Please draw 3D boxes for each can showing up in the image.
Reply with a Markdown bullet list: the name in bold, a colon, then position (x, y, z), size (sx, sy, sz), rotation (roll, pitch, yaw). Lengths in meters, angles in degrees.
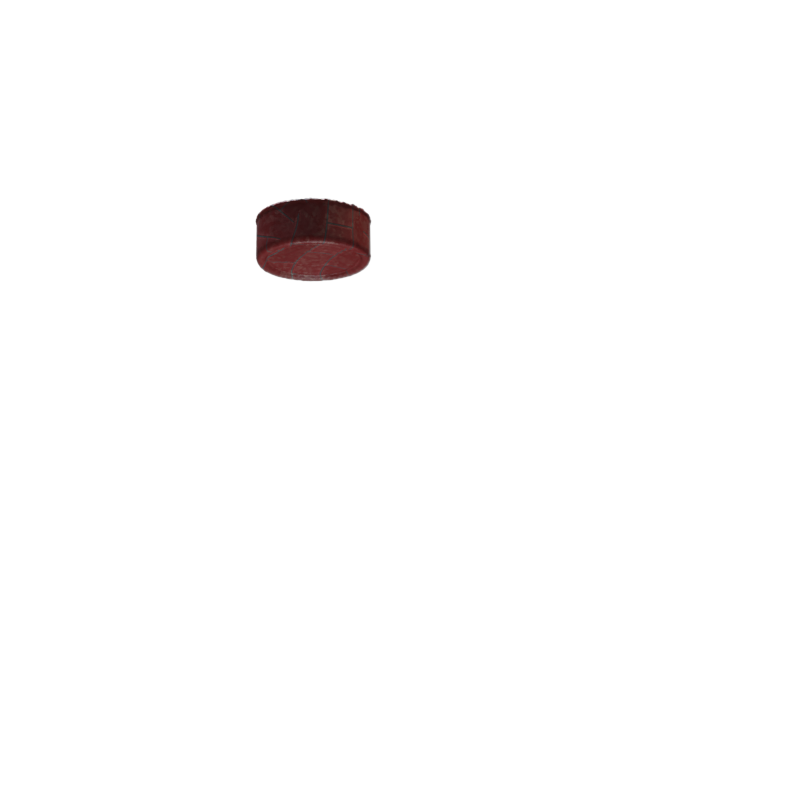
- **can**: position (-0.064, -0.117, 0.817), size (0.086, 0.035, 0.082), rotation (0, -15, -2)
